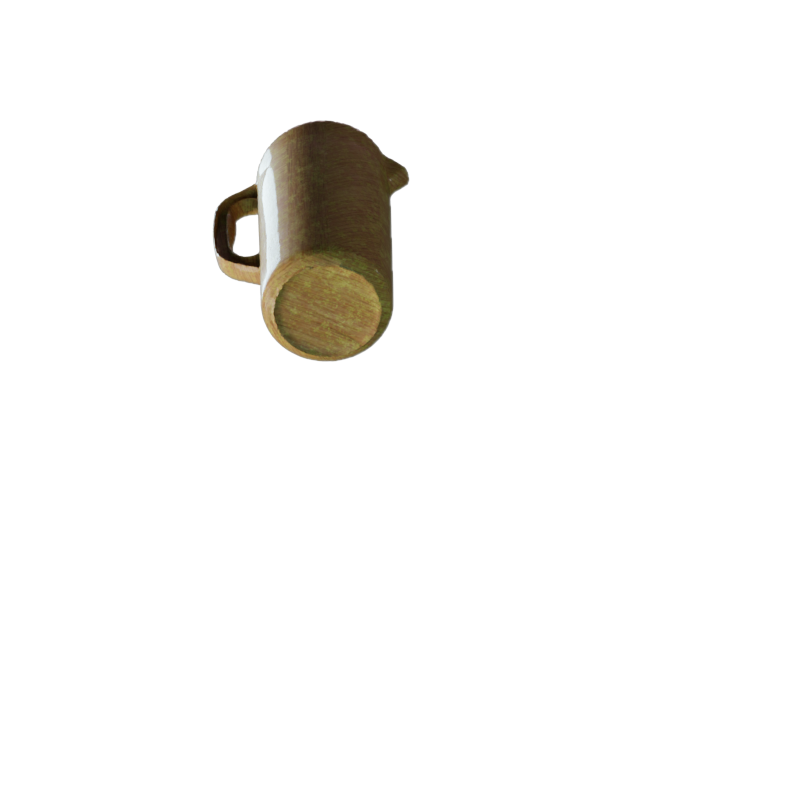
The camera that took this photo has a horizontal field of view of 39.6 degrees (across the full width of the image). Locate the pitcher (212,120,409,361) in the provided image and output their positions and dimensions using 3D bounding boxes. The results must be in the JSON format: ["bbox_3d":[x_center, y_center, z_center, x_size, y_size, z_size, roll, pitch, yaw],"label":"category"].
[{"bbox_3d":[-0.078,-0.142,0.993,0.139,0.146,0.259,30,27,-21],"label":"pitcher"}]
